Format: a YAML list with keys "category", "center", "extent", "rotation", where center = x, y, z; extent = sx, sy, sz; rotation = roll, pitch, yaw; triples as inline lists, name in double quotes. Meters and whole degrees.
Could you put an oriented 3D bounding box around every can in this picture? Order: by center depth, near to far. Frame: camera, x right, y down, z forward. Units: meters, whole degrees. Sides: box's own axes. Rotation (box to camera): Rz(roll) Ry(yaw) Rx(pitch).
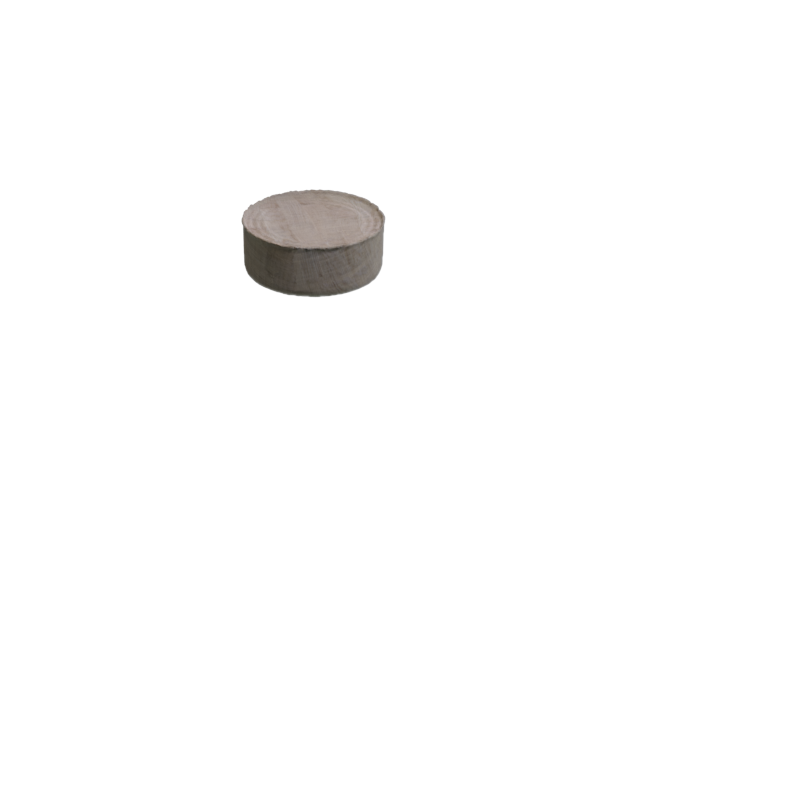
- category: "can"
  center: [-0.052, -0.096, 0.670]
  extent: [0.086, 0.032, 0.091]
  rotation: [-1, 31, -2]
